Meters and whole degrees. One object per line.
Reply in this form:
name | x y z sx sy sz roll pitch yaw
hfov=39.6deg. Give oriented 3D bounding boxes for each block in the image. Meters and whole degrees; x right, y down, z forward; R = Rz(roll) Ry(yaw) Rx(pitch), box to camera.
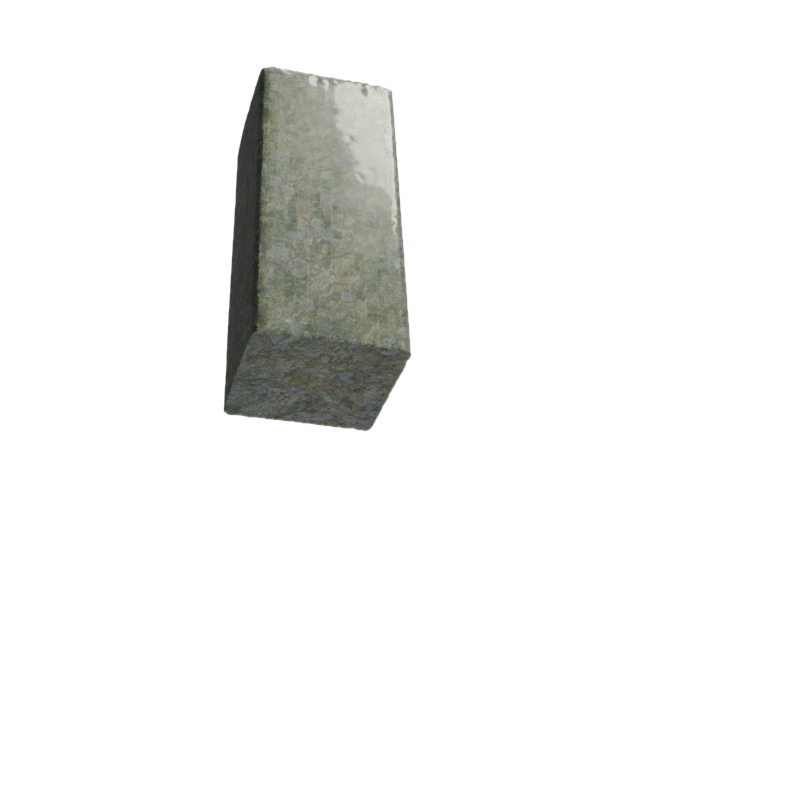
block | -0.054 -0.098 0.683 0.089 0.221 0.086 8 -37 -14
